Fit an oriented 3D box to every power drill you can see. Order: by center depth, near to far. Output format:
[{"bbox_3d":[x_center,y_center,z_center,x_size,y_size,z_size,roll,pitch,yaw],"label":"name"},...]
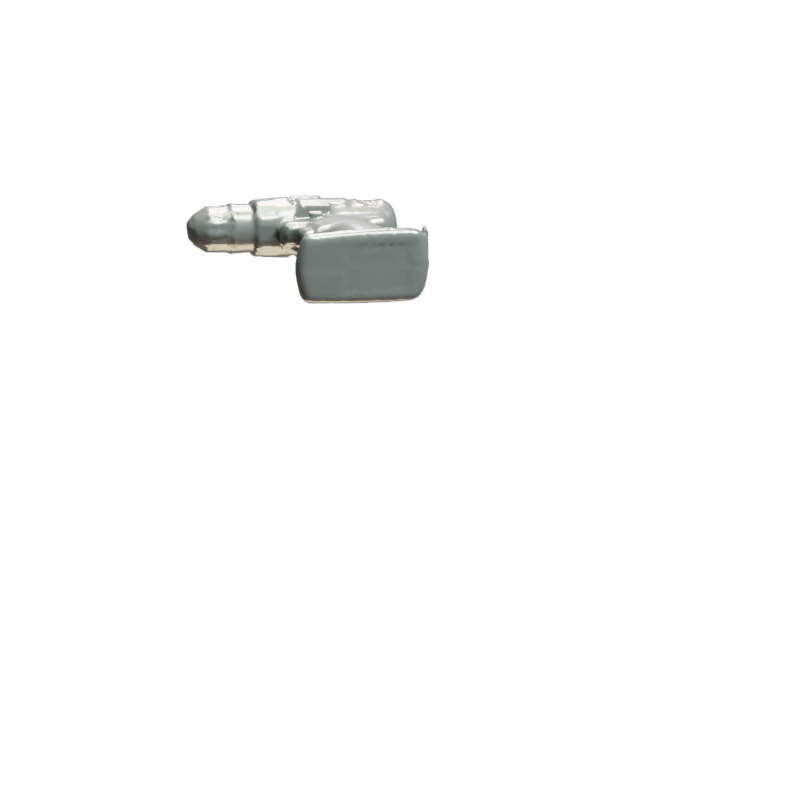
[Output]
[{"bbox_3d":[-0.070,-0.128,0.899,0.181,0.055,0.199,-6,22,-16],"label":"power drill"}]
